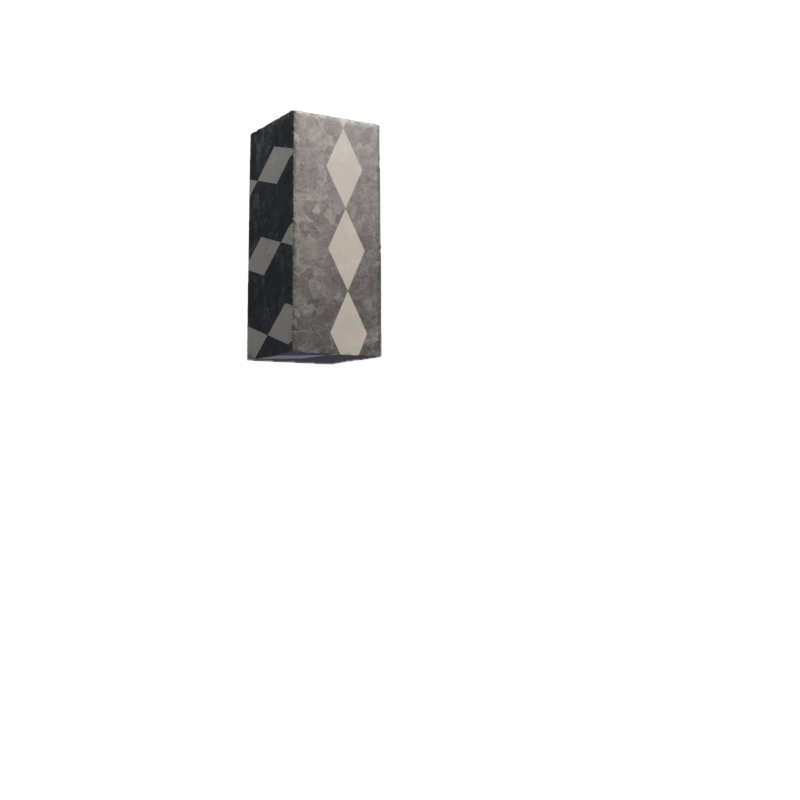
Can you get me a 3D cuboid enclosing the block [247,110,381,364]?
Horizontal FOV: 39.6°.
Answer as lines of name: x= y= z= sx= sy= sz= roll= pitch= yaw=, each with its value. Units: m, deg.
block: x=-0.077 y=-0.139 z=0.978 sx=0.087 sy=0.212 sz=0.091 roll=5 pitch=-11 yaw=-31
